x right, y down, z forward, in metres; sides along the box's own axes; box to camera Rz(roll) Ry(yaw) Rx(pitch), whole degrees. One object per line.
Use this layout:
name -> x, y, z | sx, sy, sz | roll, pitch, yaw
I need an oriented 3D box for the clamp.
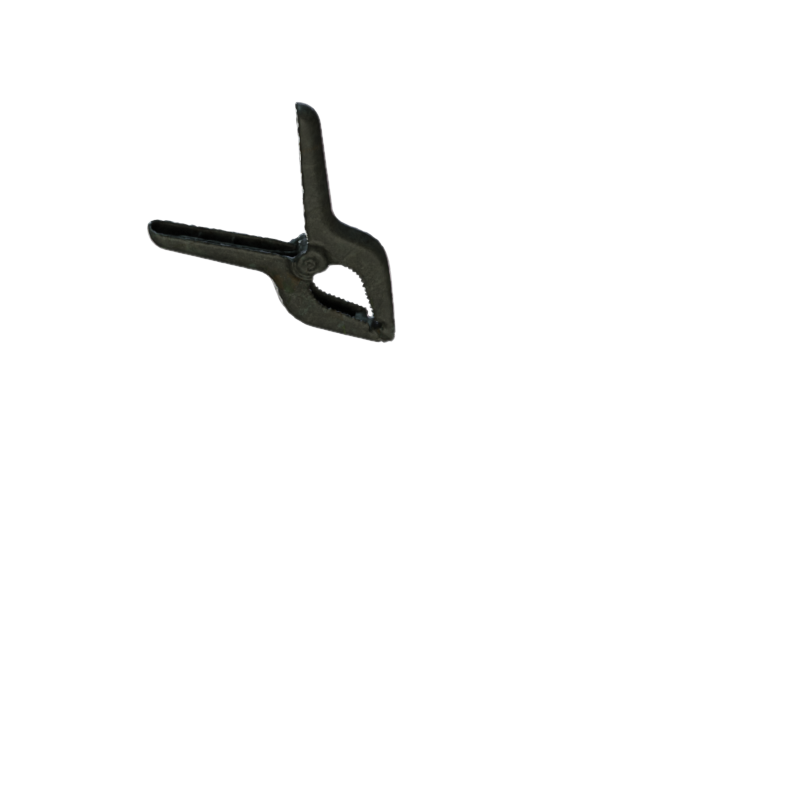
clamp -> -0.068, -0.123, 0.863 | 0.200, 0.162, 0.039 | 38, 26, -22
